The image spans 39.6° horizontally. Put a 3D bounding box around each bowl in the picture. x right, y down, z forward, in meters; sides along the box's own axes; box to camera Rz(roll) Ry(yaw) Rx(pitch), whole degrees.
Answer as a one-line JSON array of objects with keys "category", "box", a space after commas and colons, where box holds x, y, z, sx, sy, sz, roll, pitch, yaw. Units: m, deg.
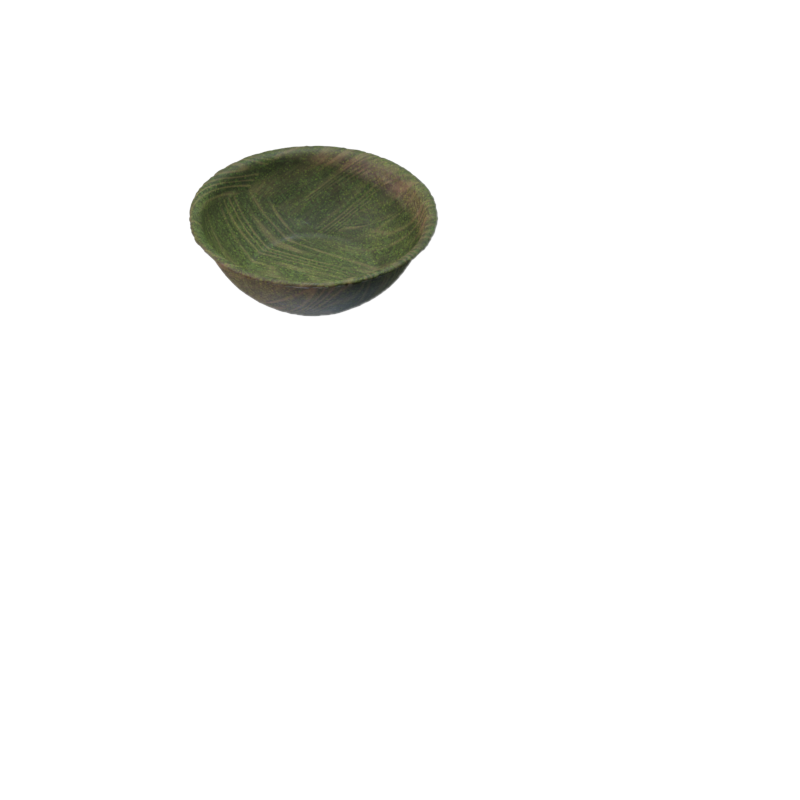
[{"category": "bowl", "box": [-0.058, -0.105, 0.737, 0.162, 0.051, 0.174, -1, 40, -2]}]
